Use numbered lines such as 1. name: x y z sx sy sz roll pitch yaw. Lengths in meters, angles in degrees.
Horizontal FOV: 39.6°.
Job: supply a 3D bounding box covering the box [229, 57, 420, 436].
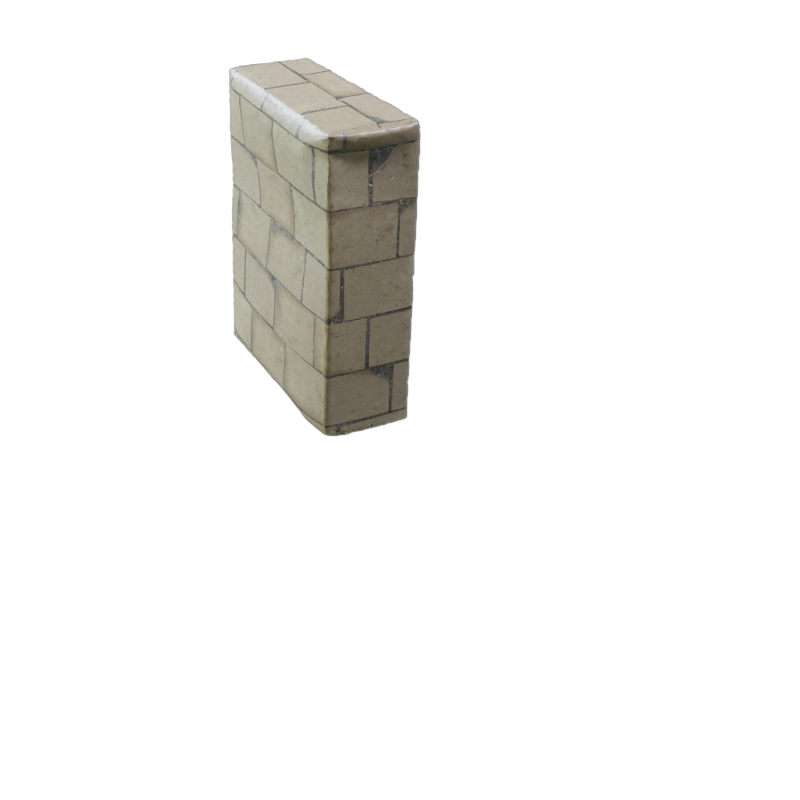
1. box: -0.059 -0.108 0.758 0.070 0.202 0.177 -12 31 -25
